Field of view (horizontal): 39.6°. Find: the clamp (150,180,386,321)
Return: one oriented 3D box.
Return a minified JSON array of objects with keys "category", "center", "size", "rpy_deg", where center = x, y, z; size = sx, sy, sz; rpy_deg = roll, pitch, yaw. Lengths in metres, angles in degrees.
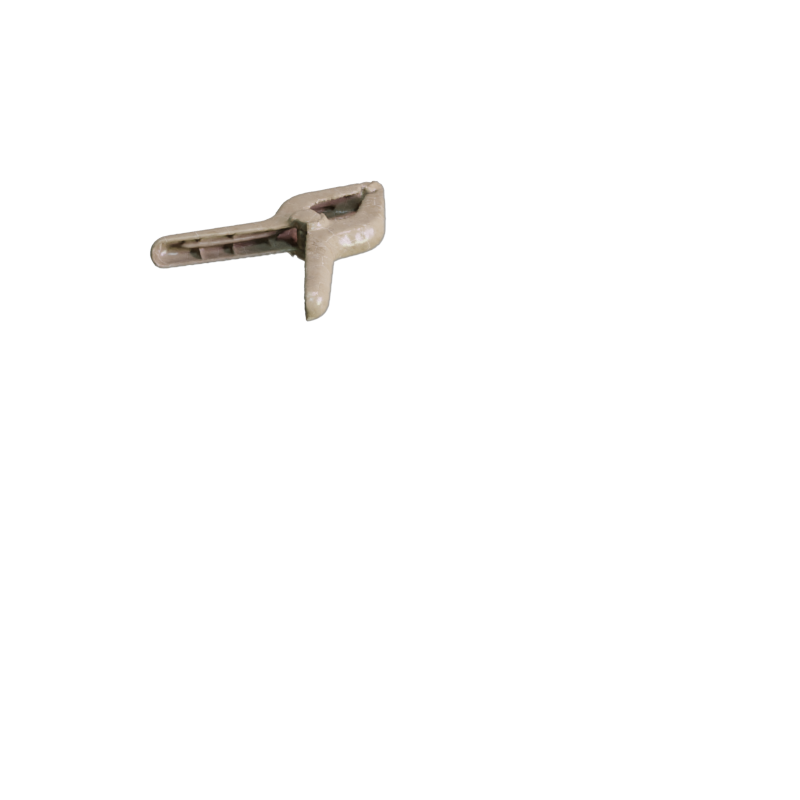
[{"category":"clamp","center":[-0.069,-0.126,0.882],"size":[0.175,0.034,0.209],"rpy_deg":[25,40,35]}]
